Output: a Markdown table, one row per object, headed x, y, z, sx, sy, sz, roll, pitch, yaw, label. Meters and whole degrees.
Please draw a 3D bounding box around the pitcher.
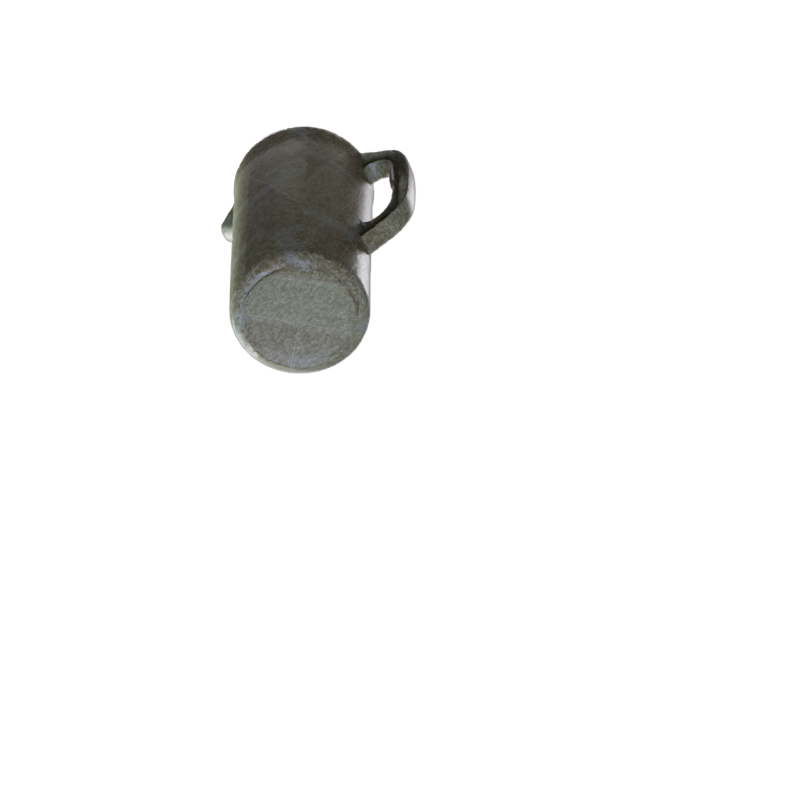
| x | y | z | sx | sy | sz | roll | pitch | yaw | label |
| --- | --- | --- | --- | --- | --- | --- | --- | --- | --- |
| -0.073 | -0.134 | 0.939 | 0.142 | 0.144 | 0.258 | 18 | 29 | -14 | pitcher |
